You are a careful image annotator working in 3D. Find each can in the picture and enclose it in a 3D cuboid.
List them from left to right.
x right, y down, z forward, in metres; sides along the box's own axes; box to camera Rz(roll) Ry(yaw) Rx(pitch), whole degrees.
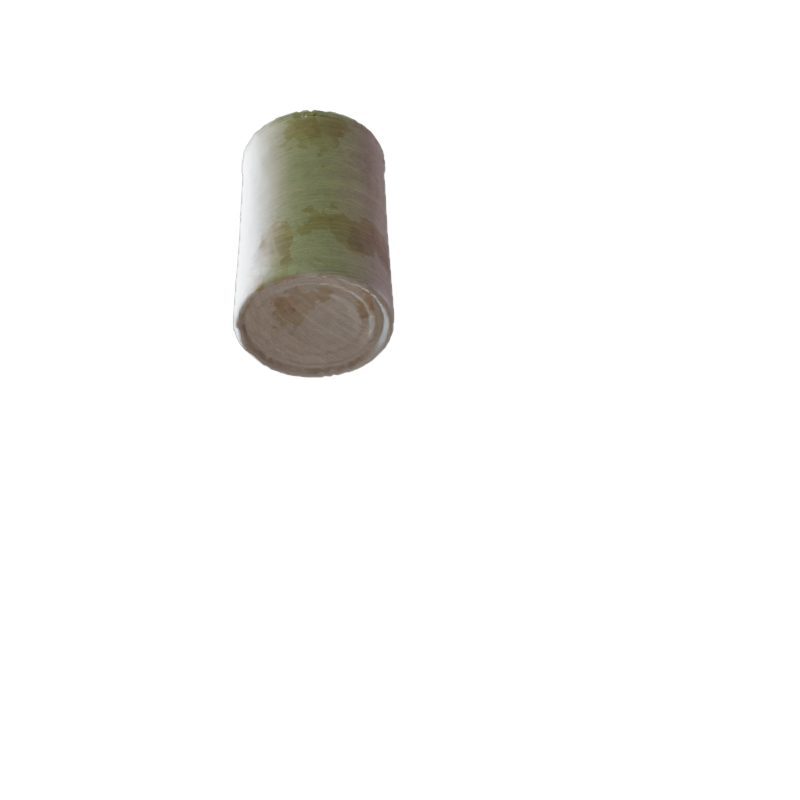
[{"bbox_3d":[-0.038,-0.070,0.487,0.068,0.110,0.064,-1,-42,-3],"label":"can"}]
